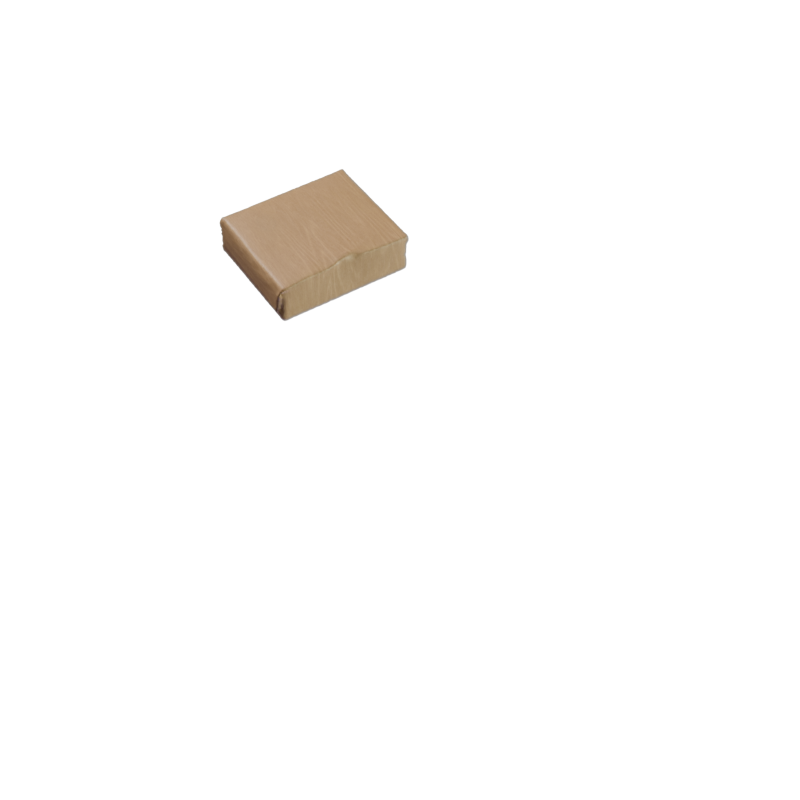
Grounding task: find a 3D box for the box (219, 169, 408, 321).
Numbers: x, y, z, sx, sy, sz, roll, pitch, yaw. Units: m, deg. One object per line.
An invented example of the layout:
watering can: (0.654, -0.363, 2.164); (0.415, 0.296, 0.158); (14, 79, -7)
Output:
box: (-0.052, -0.094, 0.659); (0.089, 0.028, 0.079); (-25, 52, -22)
